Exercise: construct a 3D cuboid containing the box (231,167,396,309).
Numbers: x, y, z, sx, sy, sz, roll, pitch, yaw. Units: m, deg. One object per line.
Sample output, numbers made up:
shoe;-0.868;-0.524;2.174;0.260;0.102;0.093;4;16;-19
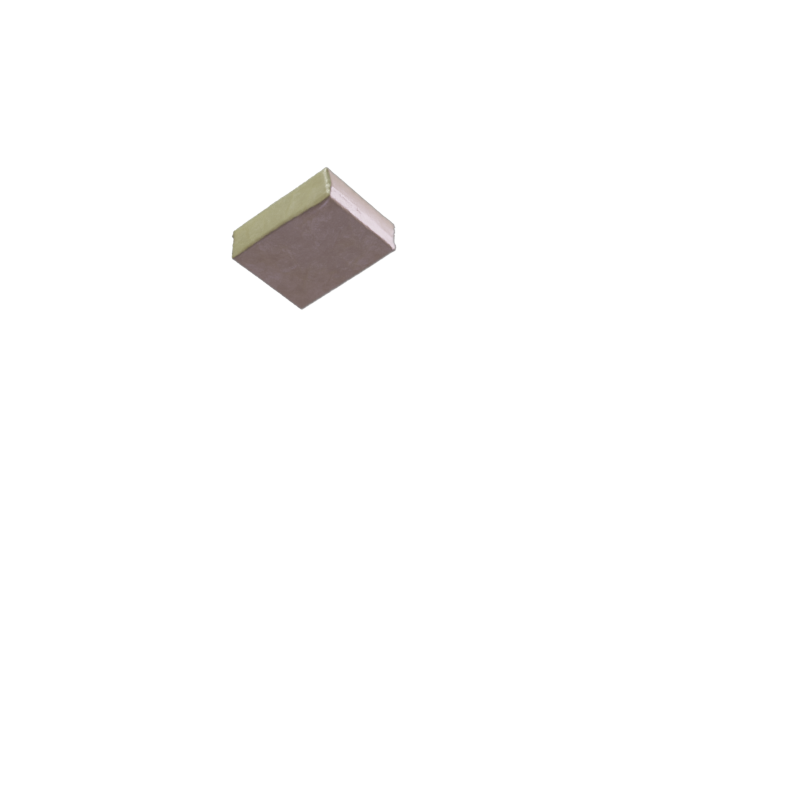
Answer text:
box;-0.074;-0.135;0.945;0.113;0.042;0.084;-28;-47;29
